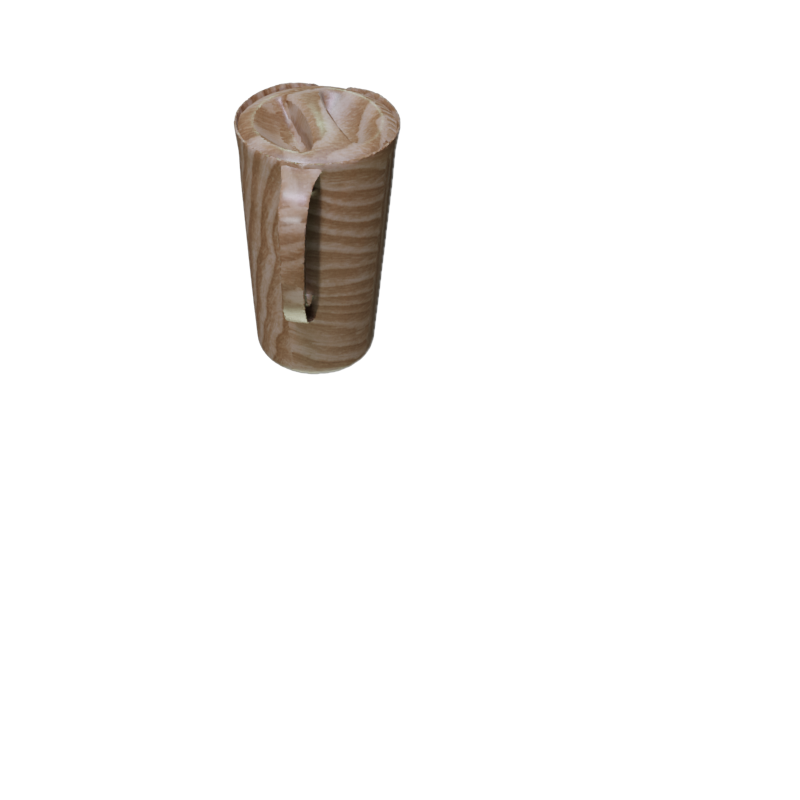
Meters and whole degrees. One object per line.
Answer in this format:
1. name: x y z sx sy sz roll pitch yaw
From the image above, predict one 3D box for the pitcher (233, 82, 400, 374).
1. pitcher: -0.074 -0.135 0.946 0.148 0.227 0.156 -25 47 -29
